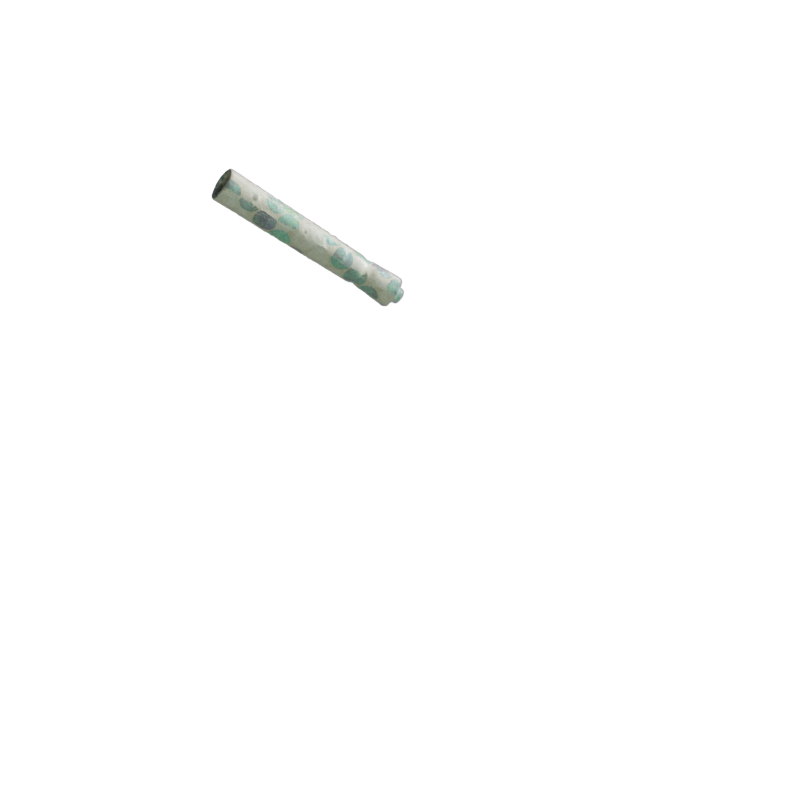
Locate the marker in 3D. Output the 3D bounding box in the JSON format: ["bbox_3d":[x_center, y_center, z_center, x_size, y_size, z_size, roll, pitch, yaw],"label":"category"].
[{"bbox_3d":[-0.047,-0.085,0.597,0.115,0.020,0.020,31,-9,-21],"label":"marker"}]
